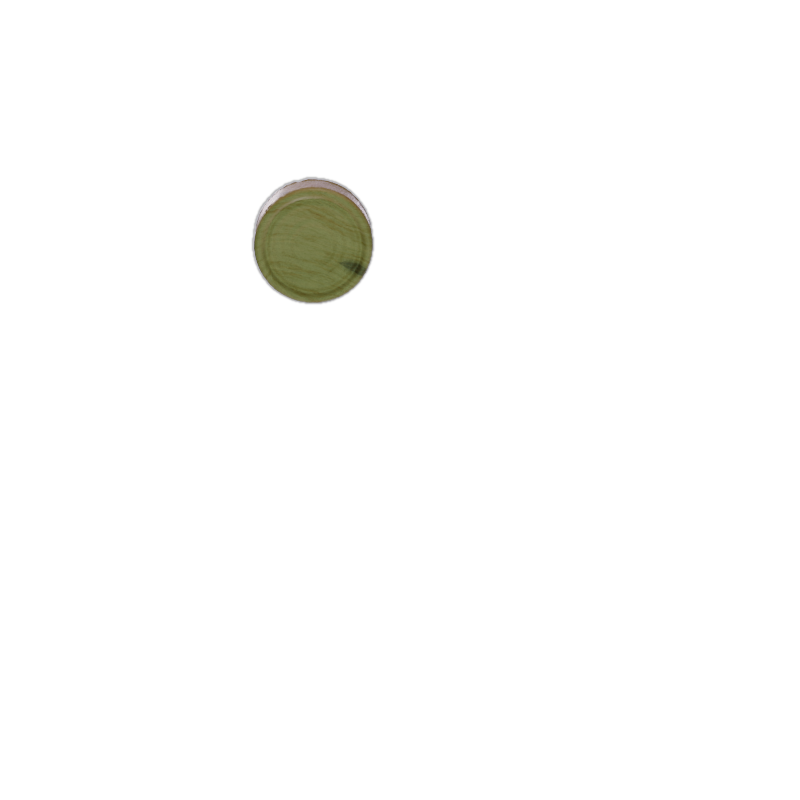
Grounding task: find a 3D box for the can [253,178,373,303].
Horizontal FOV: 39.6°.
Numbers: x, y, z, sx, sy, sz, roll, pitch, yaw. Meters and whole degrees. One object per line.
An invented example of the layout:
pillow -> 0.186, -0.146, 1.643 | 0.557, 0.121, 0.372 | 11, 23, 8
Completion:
can -> -0.062, -0.113, 0.790 | 0.086, 0.083, 0.035 | 0, 15, -1
